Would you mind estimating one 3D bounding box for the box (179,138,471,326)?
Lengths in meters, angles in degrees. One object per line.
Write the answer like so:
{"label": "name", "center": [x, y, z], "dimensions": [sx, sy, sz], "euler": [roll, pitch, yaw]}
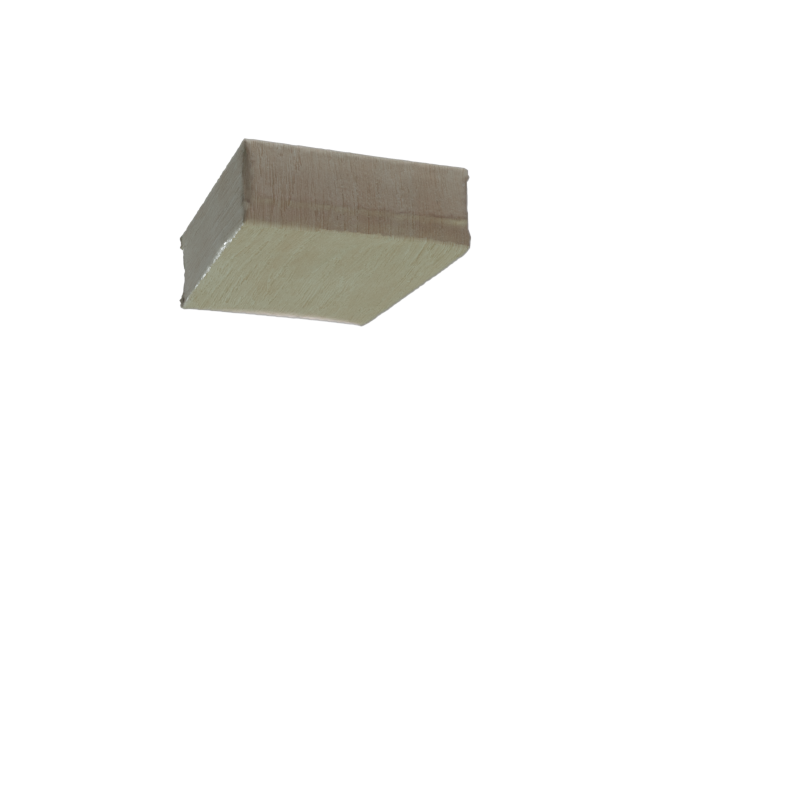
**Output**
{"label": "box", "center": [-0.035, -0.064, 0.451], "dimensions": [0.087, 0.041, 0.112], "euler": [6, -16, -21]}
